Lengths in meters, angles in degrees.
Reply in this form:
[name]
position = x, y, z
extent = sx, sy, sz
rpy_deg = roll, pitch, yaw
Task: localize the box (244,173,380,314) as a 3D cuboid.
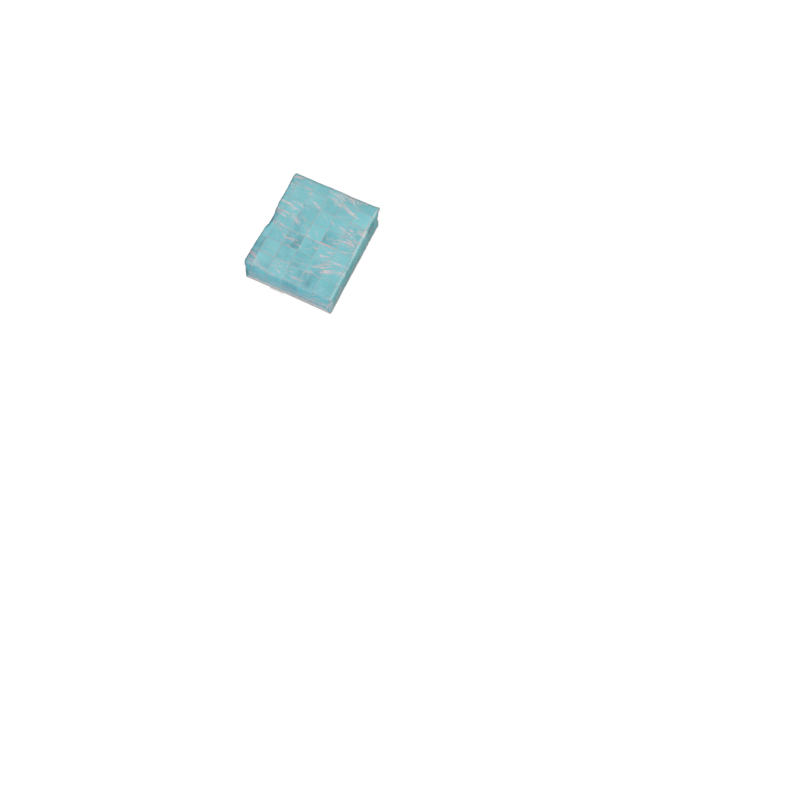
[box]
position = -0.066, -0.120, 0.842
extent = 0.075, 0.092, 0.028
rpy_deg = 23, -23, 10
